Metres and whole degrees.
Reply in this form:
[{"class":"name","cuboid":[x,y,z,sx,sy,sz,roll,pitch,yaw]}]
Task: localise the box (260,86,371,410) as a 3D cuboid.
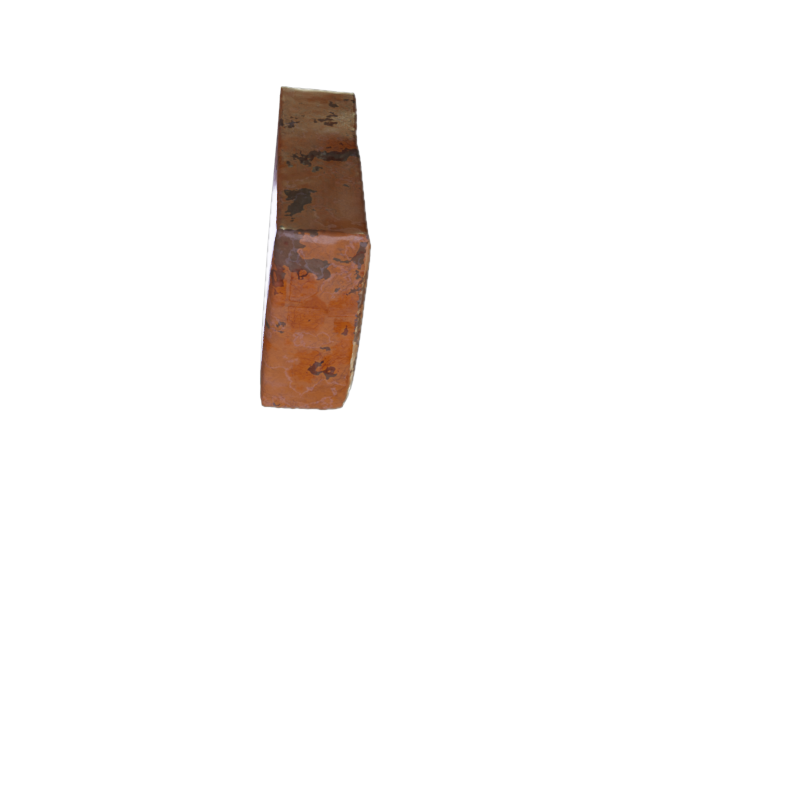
[{"class":"box","cuboid":[-0.068,-0.124,0.867,0.071,0.154,0.229,4,39,-7]}]
